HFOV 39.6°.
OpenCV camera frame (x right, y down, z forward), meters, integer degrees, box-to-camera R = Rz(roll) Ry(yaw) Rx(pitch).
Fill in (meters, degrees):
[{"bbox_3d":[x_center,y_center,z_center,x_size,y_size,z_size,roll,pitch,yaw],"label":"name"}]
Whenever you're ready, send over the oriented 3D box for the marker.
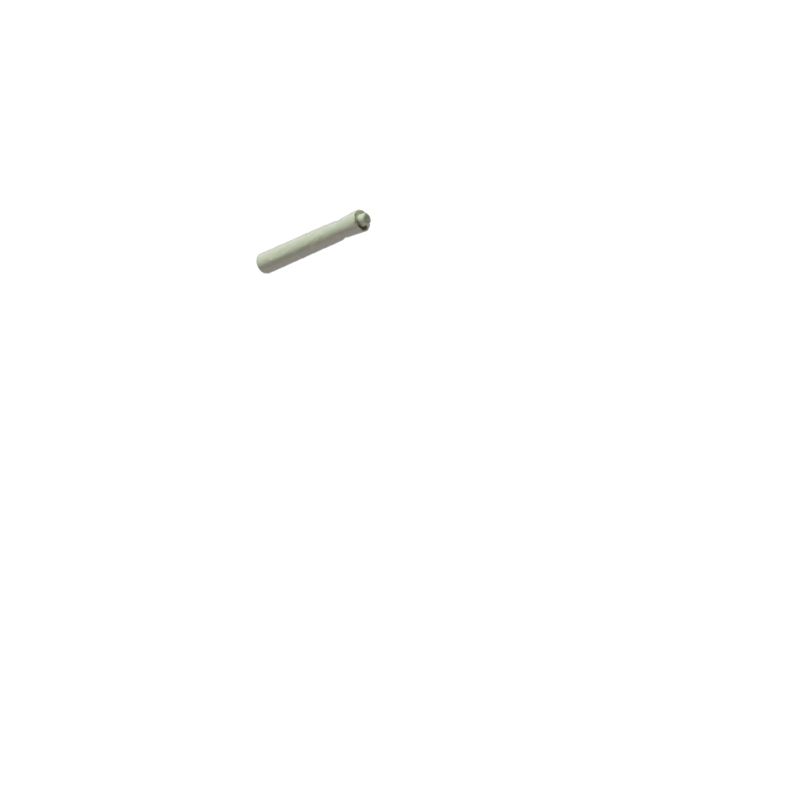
[{"bbox_3d":[-0.072,-0.131,0.917,0.122,0.020,0.019,-17,-8,39],"label":"marker"}]
